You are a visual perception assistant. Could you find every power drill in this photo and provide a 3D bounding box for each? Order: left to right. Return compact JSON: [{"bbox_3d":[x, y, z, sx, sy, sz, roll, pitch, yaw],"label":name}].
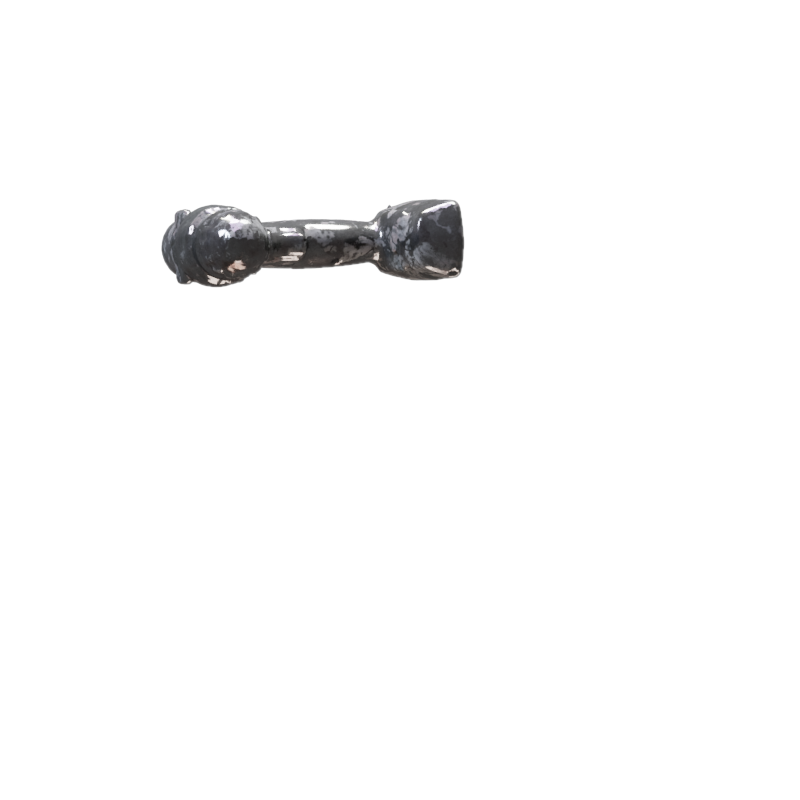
[{"bbox_3d":[-0.057,-0.105,0.734,0.184,0.057,0.191,-3,9,-18],"label":"power drill"}]
